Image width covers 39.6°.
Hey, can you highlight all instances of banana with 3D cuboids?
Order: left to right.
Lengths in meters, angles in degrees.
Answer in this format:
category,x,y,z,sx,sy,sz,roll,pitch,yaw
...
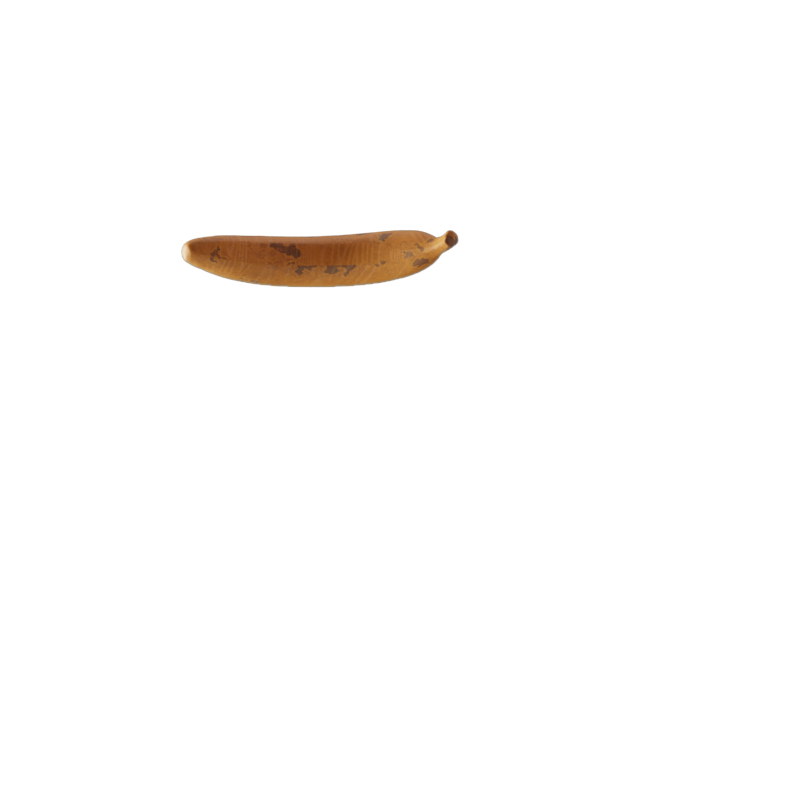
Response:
category,x,y,z,sx,sy,sz,roll,pitch,yaw
banana,-0.056,-0.107,0.808,0.199,0.039,0.065,-3,-22,8
